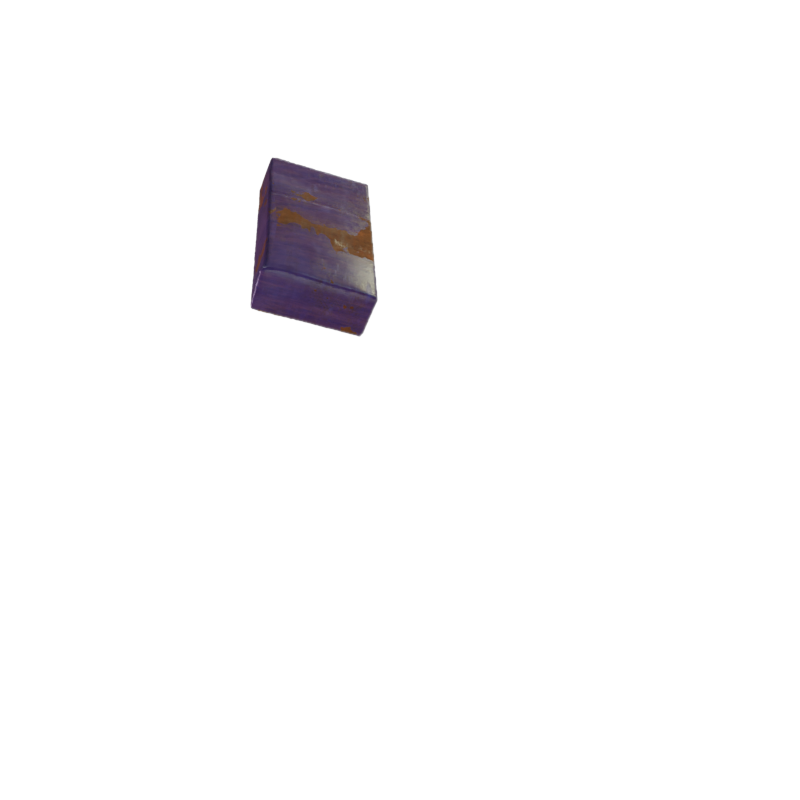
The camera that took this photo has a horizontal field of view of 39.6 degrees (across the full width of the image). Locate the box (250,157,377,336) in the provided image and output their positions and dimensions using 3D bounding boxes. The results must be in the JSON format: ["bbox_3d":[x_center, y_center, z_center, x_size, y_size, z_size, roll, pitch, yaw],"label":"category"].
[{"bbox_3d":[-0.071,-0.130,0.912,0.091,0.046,0.188,14,34,-13],"label":"box"}]
